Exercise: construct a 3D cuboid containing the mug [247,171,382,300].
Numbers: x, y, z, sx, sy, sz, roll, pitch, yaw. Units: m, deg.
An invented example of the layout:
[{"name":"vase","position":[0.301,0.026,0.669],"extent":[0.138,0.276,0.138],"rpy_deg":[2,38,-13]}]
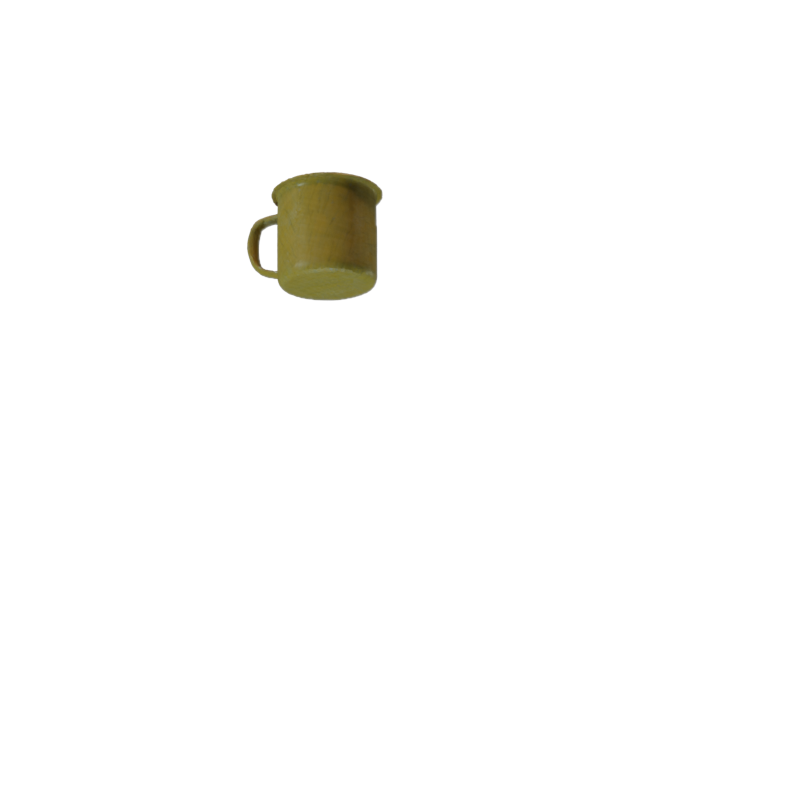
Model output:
[{"name":"mug","position":[-0.072,-0.130,0.914],"extent":[0.119,0.085,0.088],"rpy_deg":[-5,-18,16]}]
